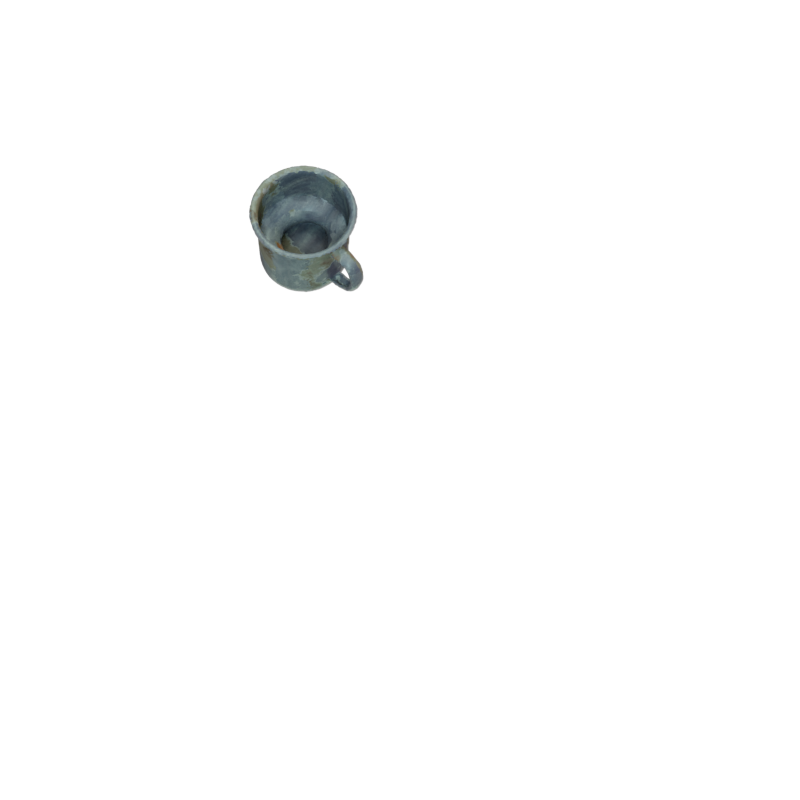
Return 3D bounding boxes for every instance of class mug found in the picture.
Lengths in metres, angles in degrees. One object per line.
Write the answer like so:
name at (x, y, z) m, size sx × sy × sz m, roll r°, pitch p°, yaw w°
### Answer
mug at (-0.077, -0.140, 0.984) m, size 0.122 × 0.094 × 0.077 m, roll 40°, pitch -20°, yaw 16°
